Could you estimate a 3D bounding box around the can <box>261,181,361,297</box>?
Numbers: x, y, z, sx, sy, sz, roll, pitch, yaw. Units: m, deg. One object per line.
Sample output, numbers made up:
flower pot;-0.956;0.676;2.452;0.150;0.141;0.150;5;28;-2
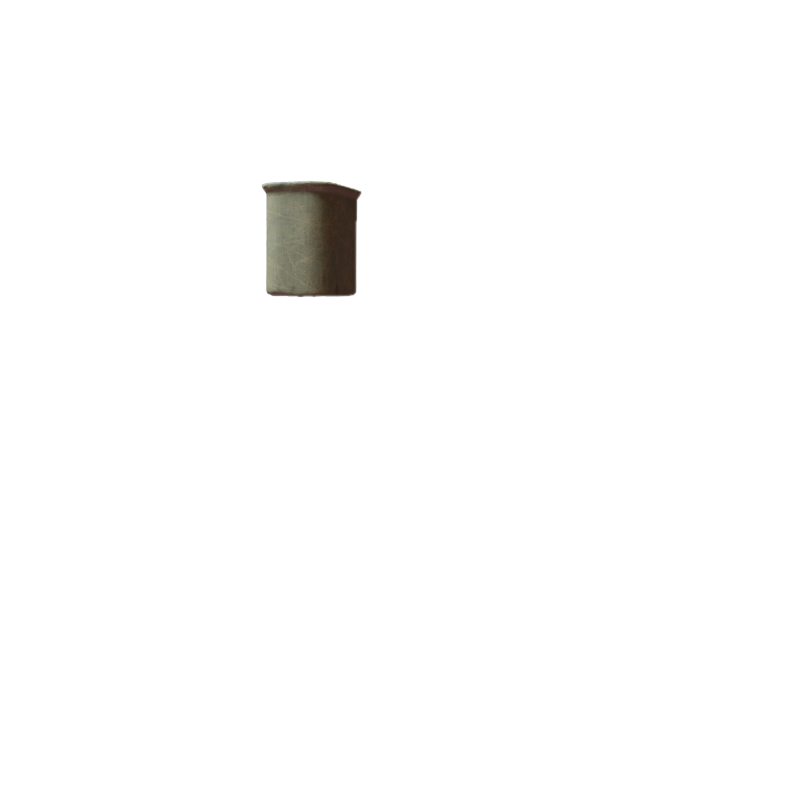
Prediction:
can;-0.066;-0.121;0.849;0.059;0.084;0.100;0;3;15
